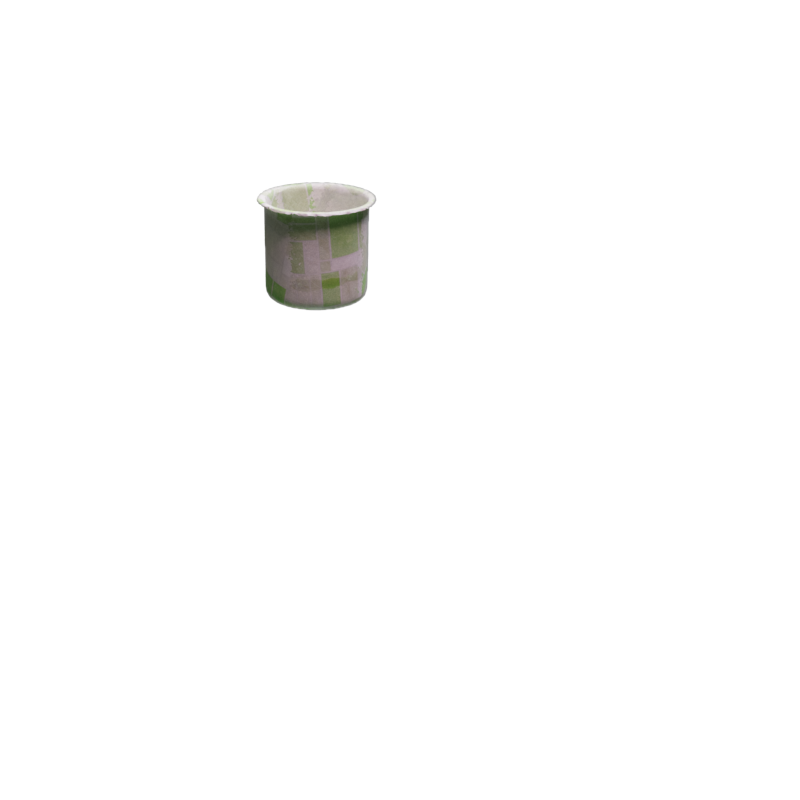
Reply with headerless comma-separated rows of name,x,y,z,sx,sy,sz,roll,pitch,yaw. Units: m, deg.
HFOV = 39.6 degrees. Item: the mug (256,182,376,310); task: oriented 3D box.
mug,-0.069,-0.127,0.887,0.092,0.078,0.124,-5,24,-14
